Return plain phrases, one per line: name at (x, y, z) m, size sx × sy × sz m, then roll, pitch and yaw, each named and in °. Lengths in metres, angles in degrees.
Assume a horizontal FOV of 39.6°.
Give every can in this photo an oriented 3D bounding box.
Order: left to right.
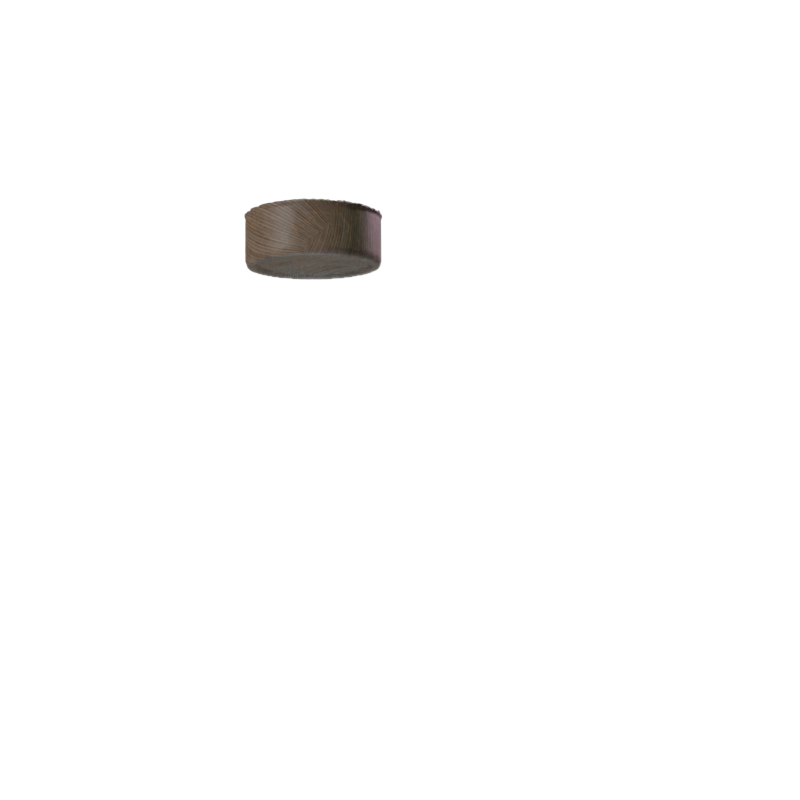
can at (-0.054, -0.098, 0.688) m, size 0.086 × 0.034 × 0.084 m, roll 0°, pitch -5°, yaw -2°
